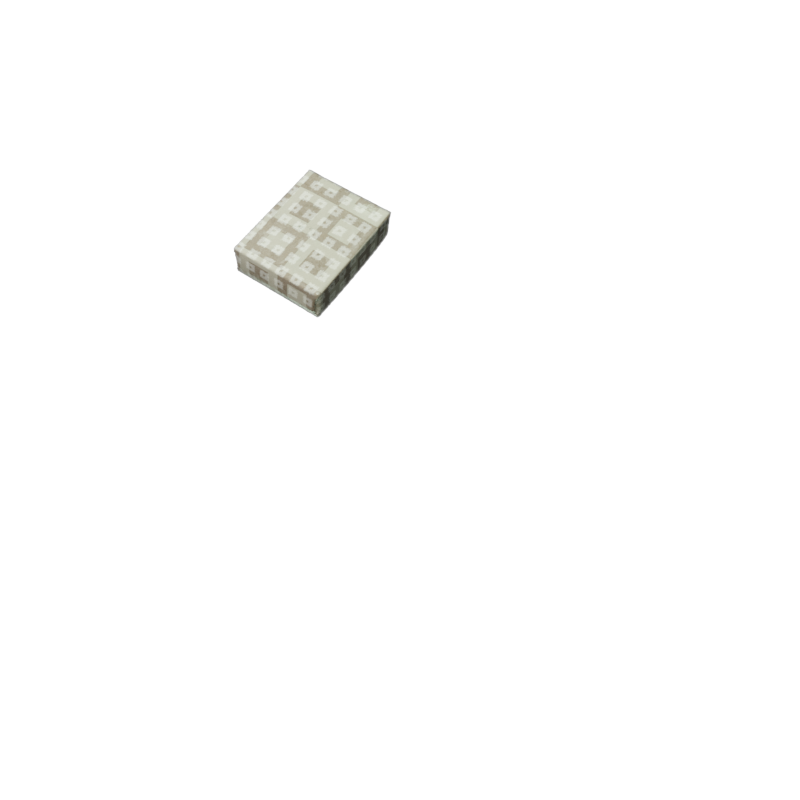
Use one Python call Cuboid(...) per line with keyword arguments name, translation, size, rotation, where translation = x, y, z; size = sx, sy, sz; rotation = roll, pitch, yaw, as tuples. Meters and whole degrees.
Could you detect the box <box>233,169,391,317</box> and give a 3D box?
Cuboid(name="box", translation=(-0.075, -0.138, 0.965), size=(0.094, 0.116, 0.036), rotation=(29, -31, 19))
